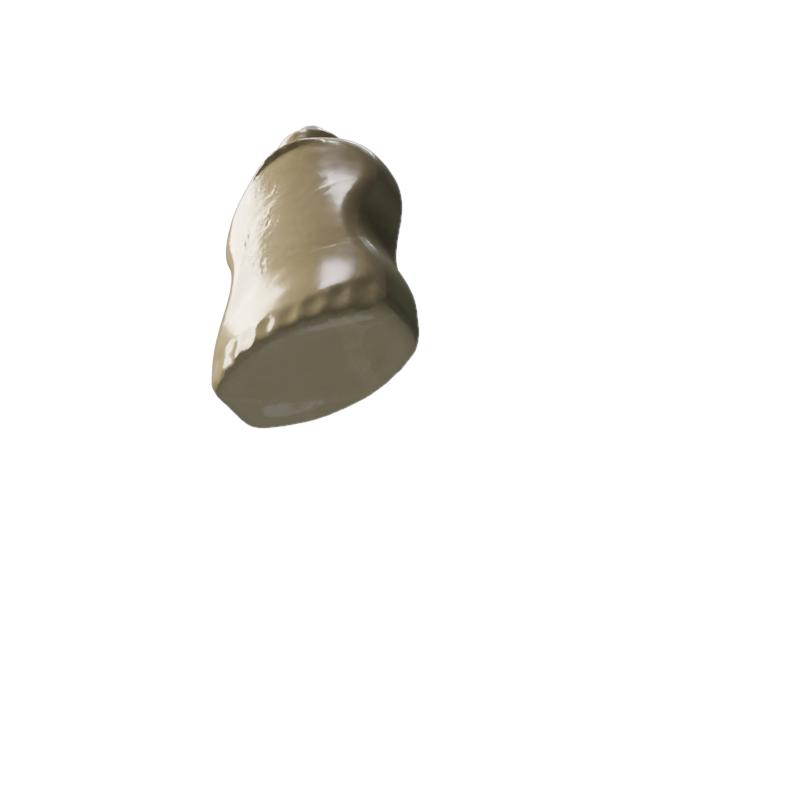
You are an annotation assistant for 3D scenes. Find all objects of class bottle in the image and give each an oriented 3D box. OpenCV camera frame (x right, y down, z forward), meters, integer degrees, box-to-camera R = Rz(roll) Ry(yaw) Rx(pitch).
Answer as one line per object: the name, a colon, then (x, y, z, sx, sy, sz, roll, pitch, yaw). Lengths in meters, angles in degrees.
bottle: (-0.044, -0.080, 0.561, 0.096, 0.206, 0.054, -28, -51, 20)
